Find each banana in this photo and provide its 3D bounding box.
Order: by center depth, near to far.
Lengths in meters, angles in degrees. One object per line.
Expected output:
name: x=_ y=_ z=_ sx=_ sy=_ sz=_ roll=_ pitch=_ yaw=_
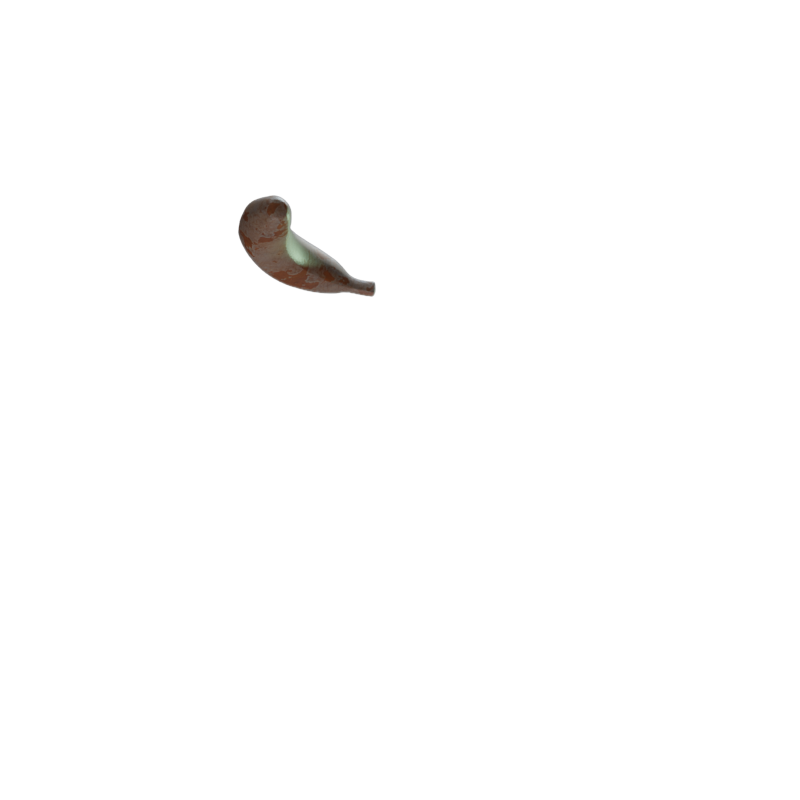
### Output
banana: x=-0.080 y=-0.114 z=0.820 sx=0.071 sy=0.038 sz=0.187 roll=-4 pitch=-11 yaw=18
